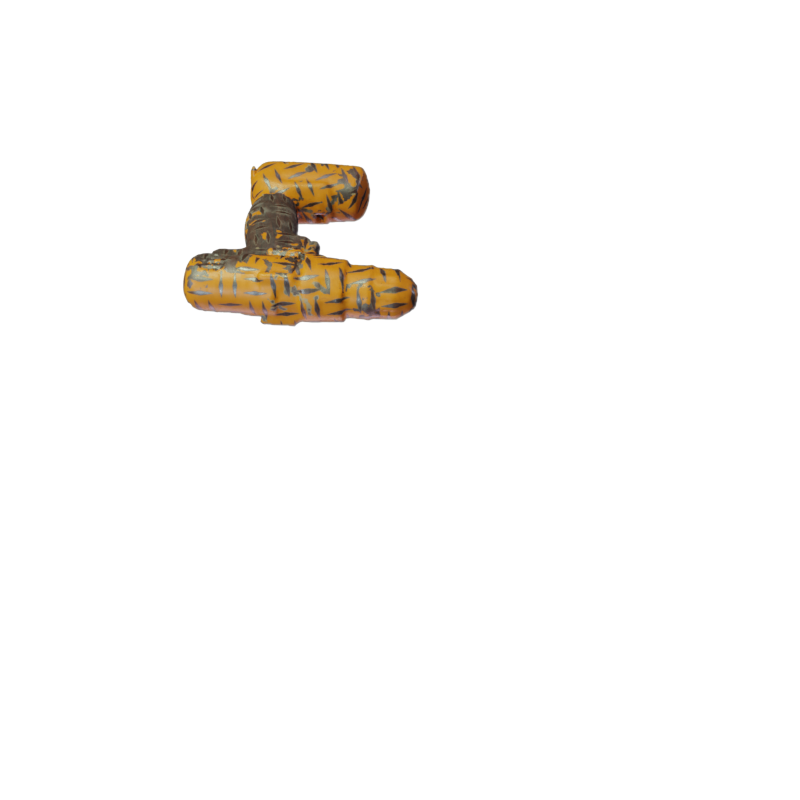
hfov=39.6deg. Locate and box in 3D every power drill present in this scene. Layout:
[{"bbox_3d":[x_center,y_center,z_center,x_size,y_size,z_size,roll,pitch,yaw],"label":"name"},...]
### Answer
[{"bbox_3d":[-0.072,-0.132,0.923,0.186,0.054,0.198,4,36,6],"label":"power drill"}]
